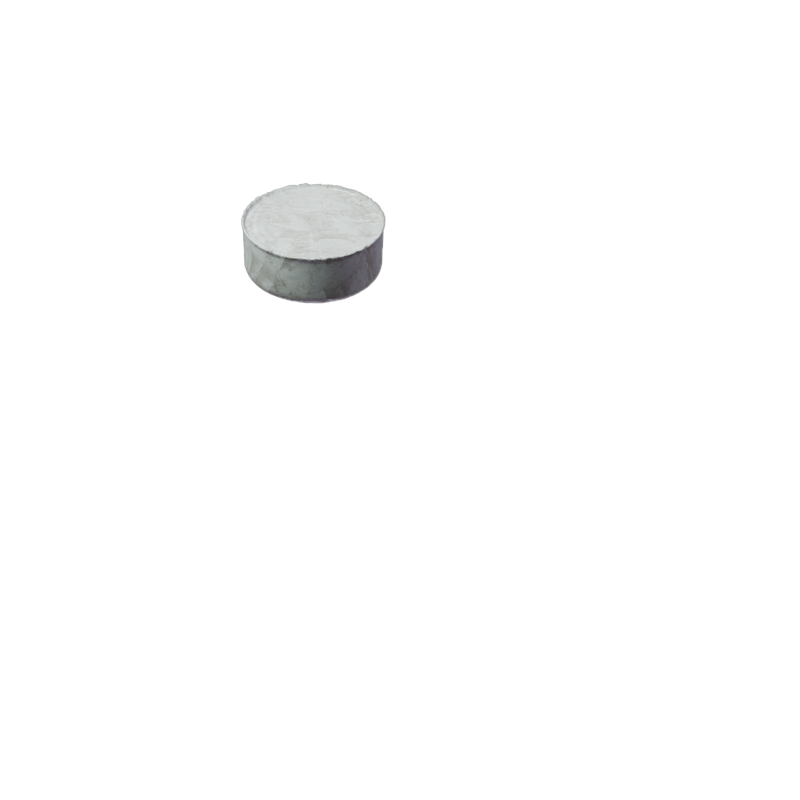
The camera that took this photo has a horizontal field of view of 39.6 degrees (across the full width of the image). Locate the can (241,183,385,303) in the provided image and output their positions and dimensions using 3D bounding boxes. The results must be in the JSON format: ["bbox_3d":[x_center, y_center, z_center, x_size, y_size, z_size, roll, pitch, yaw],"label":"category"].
[{"bbox_3d":[-0.052,-0.095,0.668,0.086,0.031,0.092,-1,38,-2],"label":"can"}]
